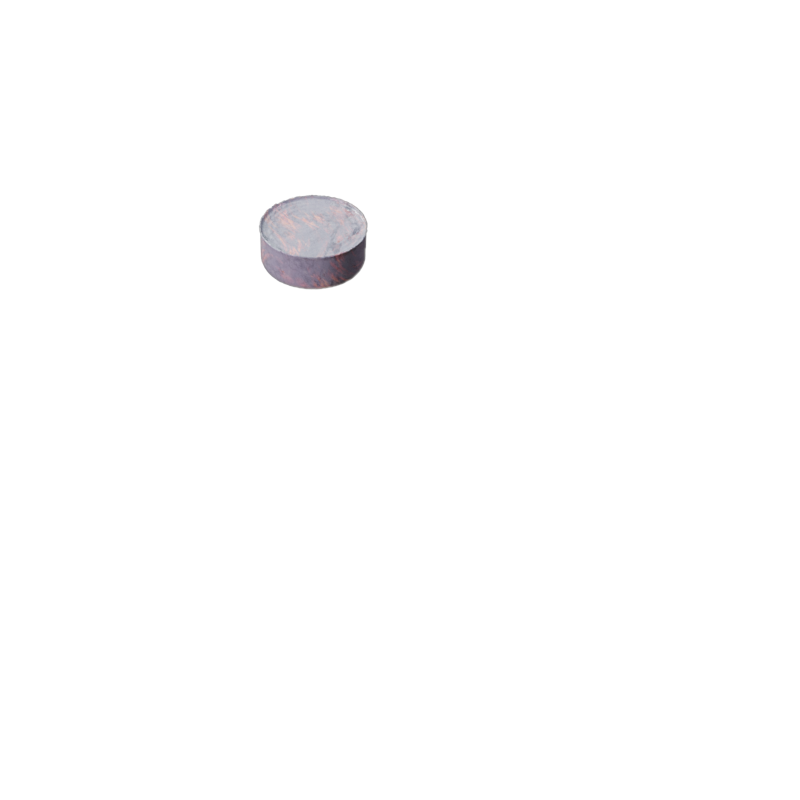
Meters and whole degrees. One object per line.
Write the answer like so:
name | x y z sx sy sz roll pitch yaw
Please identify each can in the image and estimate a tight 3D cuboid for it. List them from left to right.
can | -0.069 -0.126 0.882 0.086 0.031 0.092 -1 41 -2
